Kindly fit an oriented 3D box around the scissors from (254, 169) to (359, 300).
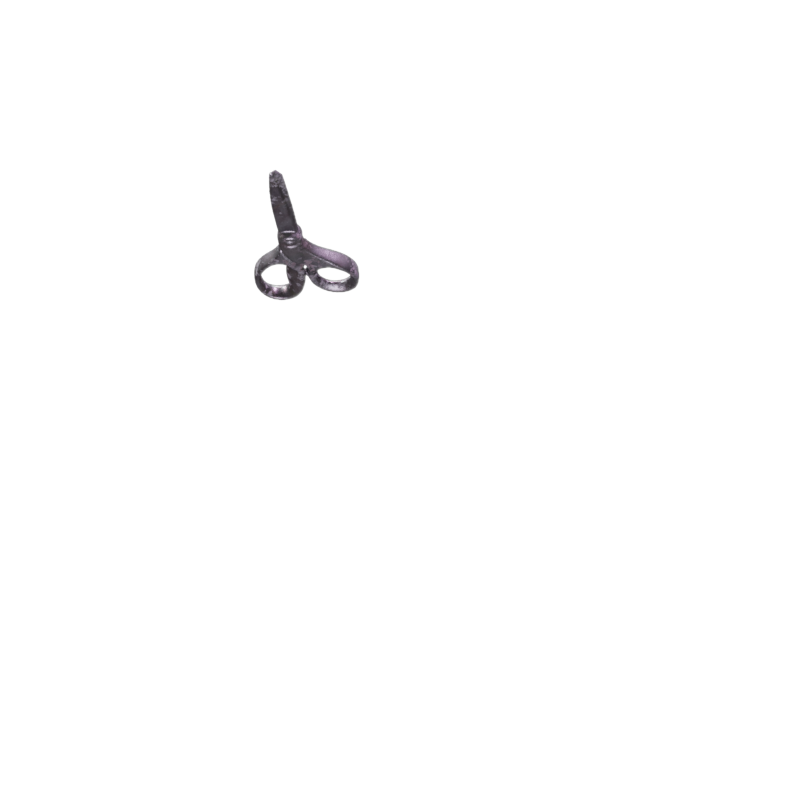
[{"bbox_3d":[-0.068,-0.124,0.868,0.095,0.017,0.194,5,-21,-12],"label":"scissors"}]
